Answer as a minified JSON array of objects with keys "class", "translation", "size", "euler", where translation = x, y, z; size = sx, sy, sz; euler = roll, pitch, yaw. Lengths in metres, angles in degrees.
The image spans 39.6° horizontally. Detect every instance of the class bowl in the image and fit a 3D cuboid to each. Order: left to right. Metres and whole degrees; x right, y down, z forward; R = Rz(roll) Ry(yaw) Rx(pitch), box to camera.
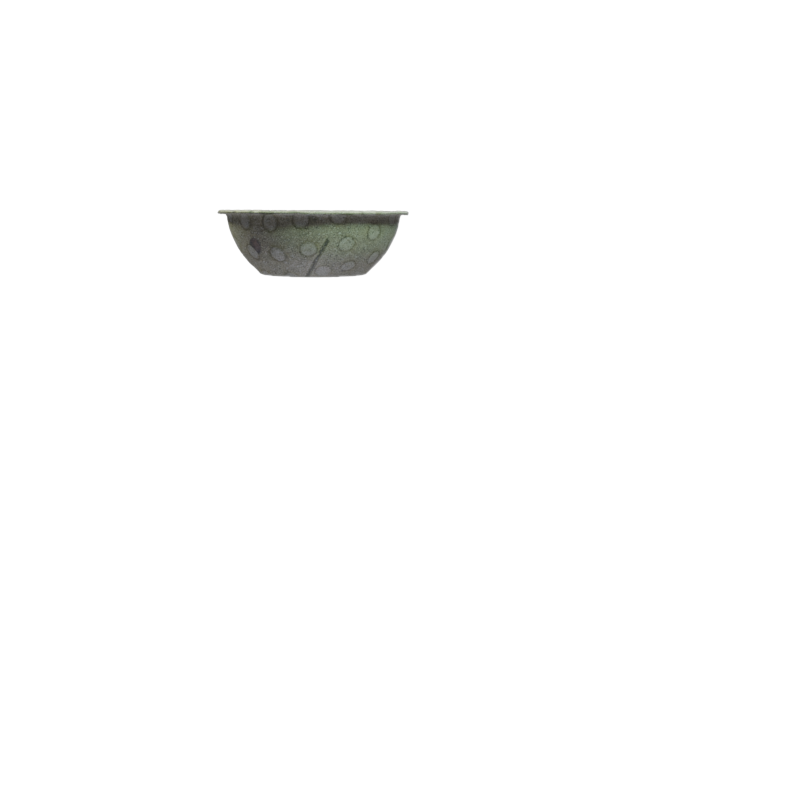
[{"class":"bowl","translation":[-0.074,-0.135,0.943],"size":[0.162,0.054,0.165],"euler":[0,9,-2]}]
